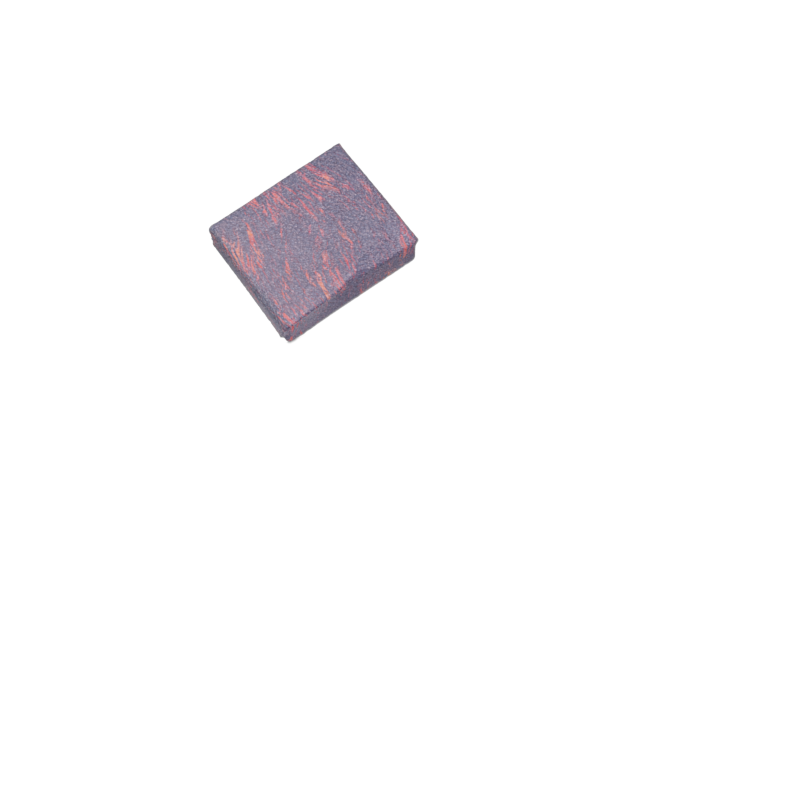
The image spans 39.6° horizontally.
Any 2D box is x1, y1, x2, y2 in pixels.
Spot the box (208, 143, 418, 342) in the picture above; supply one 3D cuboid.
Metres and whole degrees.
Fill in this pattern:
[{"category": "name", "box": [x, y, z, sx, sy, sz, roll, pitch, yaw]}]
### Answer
[{"category": "box", "box": [-0.047, -0.086, 0.601, 0.089, 0.077, 0.029, -34, -18, -14]}]
